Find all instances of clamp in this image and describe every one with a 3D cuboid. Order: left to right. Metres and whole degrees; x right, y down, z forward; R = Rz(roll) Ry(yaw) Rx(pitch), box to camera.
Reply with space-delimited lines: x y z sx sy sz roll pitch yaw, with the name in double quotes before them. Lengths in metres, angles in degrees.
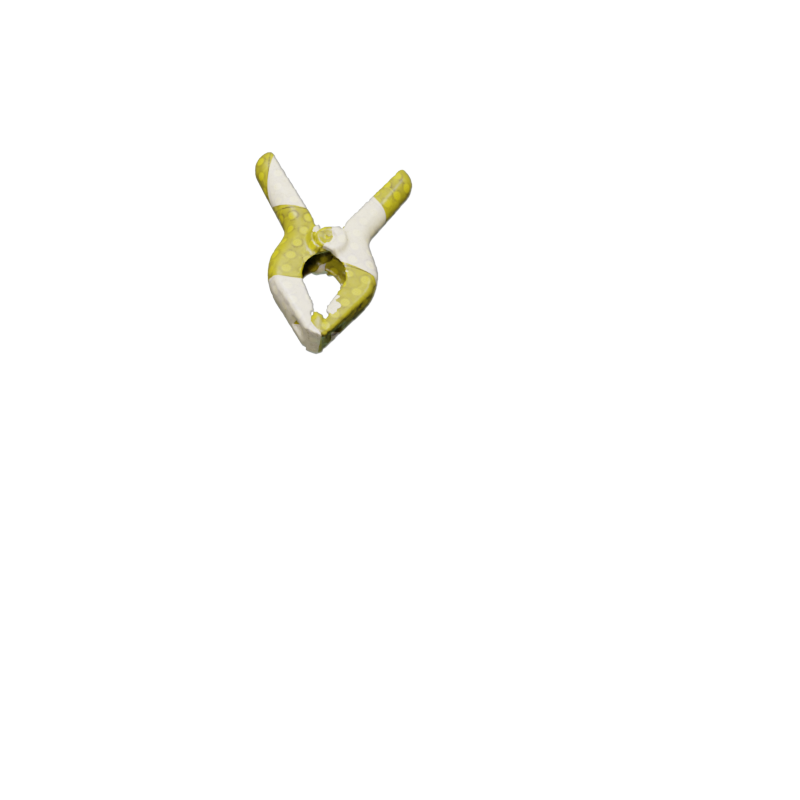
"clamp" -0.064 -0.116 0.814 0.122 0.181 0.037 10 -37 7
